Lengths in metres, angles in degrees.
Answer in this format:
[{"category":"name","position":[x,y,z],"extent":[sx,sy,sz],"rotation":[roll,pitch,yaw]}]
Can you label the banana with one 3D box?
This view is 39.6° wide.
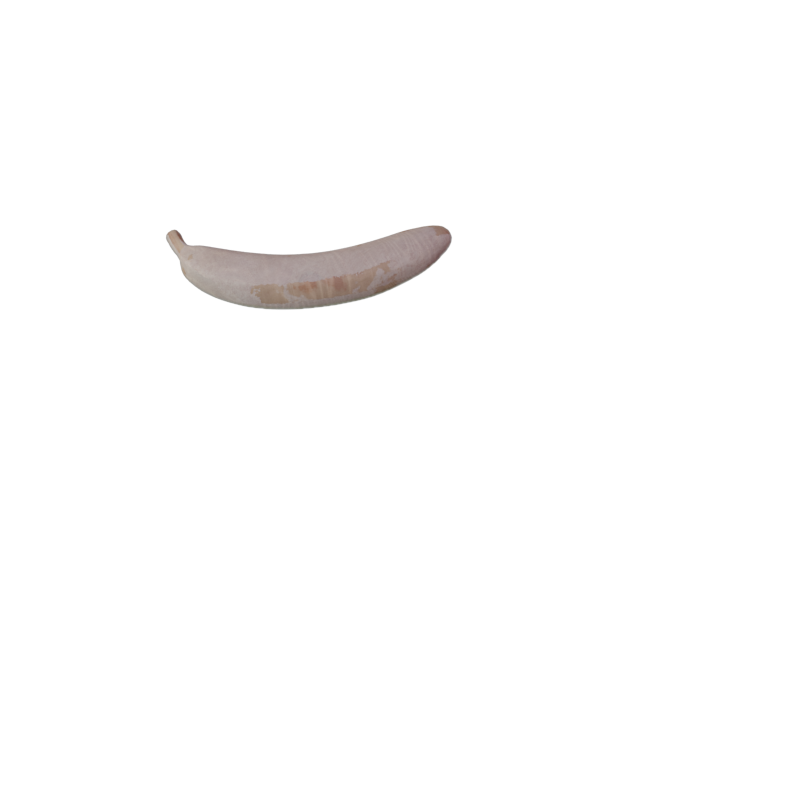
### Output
[{"category":"banana","position":[-0.062,-0.091,0.745],"extent":[0.198,0.074,0.034],"rotation":[1,-33,0]}]
